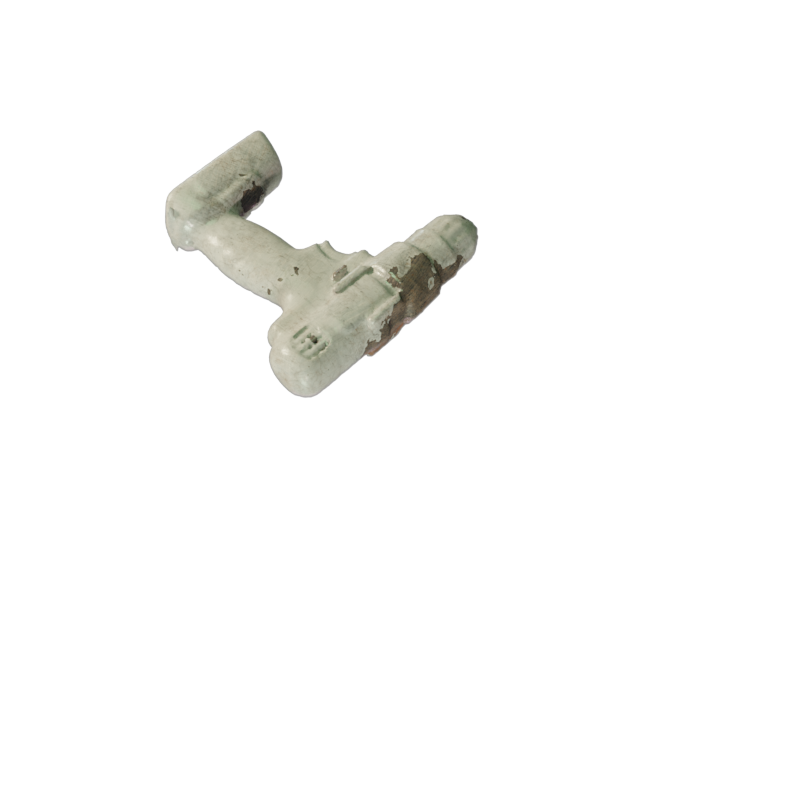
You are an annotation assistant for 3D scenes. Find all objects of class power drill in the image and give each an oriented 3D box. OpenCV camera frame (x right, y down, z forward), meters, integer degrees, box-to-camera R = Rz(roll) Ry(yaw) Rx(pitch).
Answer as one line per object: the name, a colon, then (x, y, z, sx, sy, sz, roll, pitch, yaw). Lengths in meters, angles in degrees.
power drill: (-0.062, -0.114, 0.797, 0.186, 0.199, 0.054, -39, -26, -24)
